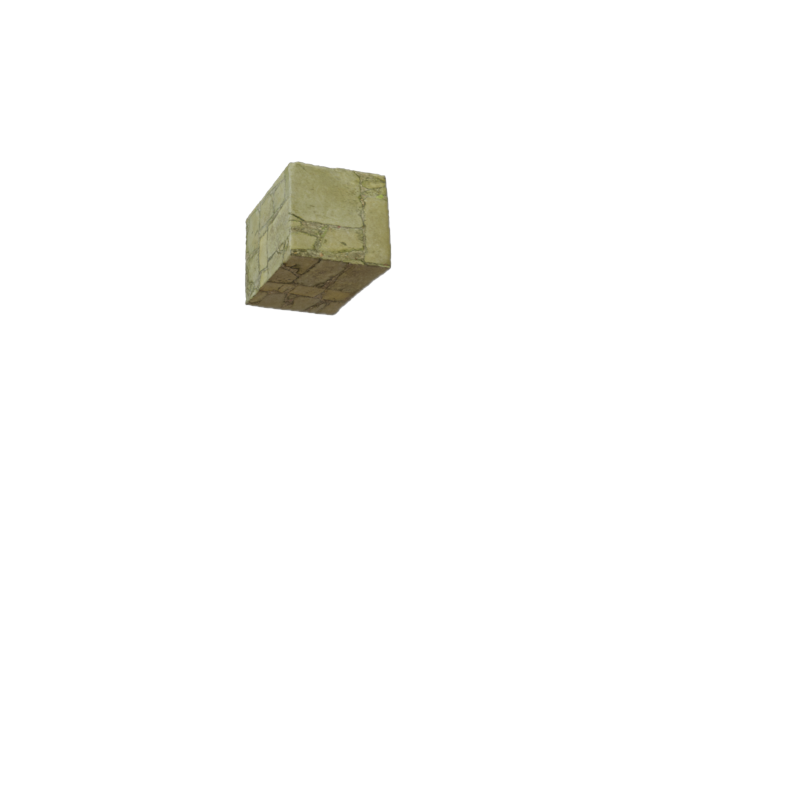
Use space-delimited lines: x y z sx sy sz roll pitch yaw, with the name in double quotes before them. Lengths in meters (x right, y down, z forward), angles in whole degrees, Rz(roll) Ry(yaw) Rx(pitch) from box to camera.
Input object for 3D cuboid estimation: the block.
"block" -0.044 -0.081 0.564 0.051 0.054 0.077 7 -18 -23
